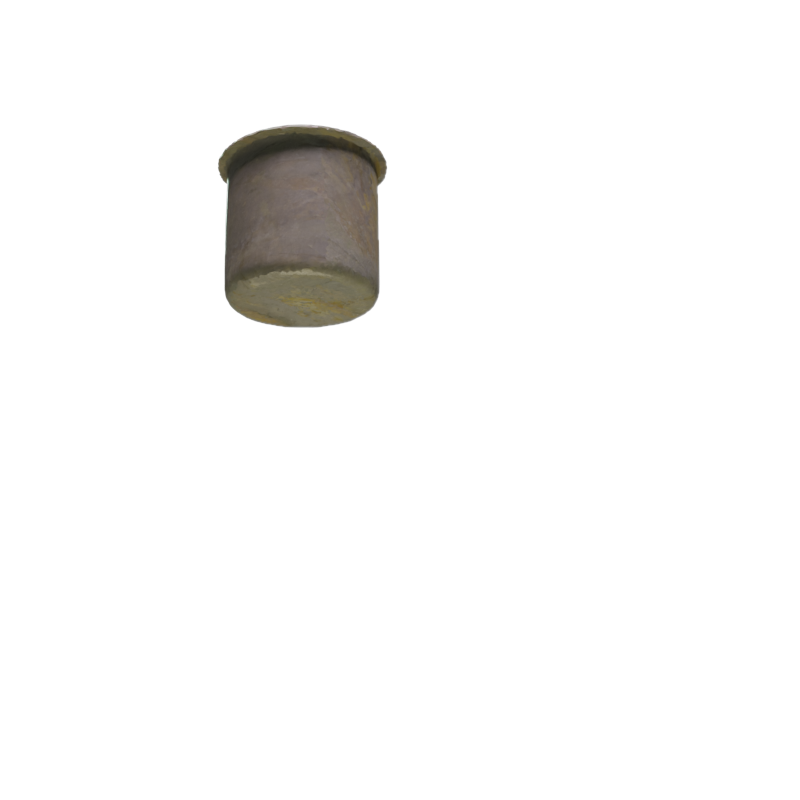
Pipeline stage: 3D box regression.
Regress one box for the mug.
[{"bbox_3d":[-0.047,-0.086,0.604,0.095,0.086,0.109,-11,-23,25],"label":"mug"}]
